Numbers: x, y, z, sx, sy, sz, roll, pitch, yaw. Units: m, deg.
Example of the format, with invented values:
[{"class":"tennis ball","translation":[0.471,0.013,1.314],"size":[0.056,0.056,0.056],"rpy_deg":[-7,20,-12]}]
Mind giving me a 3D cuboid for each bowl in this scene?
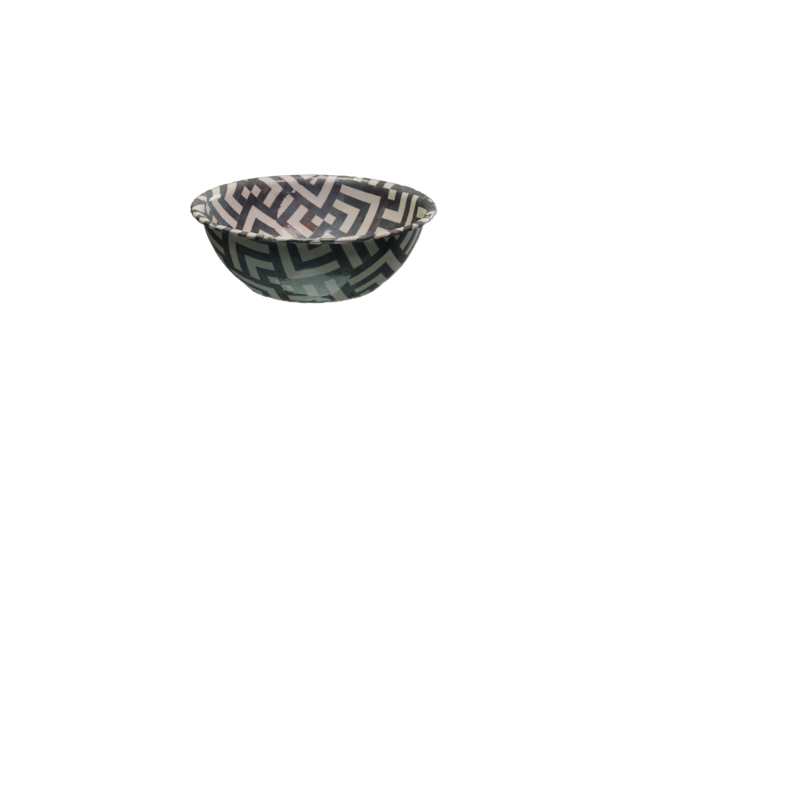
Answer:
[{"class":"bowl","translation":[-0.058,-0.105,0.735],"size":[0.162,0.053,0.170],"rpy_deg":[-1,23,-2]}]
